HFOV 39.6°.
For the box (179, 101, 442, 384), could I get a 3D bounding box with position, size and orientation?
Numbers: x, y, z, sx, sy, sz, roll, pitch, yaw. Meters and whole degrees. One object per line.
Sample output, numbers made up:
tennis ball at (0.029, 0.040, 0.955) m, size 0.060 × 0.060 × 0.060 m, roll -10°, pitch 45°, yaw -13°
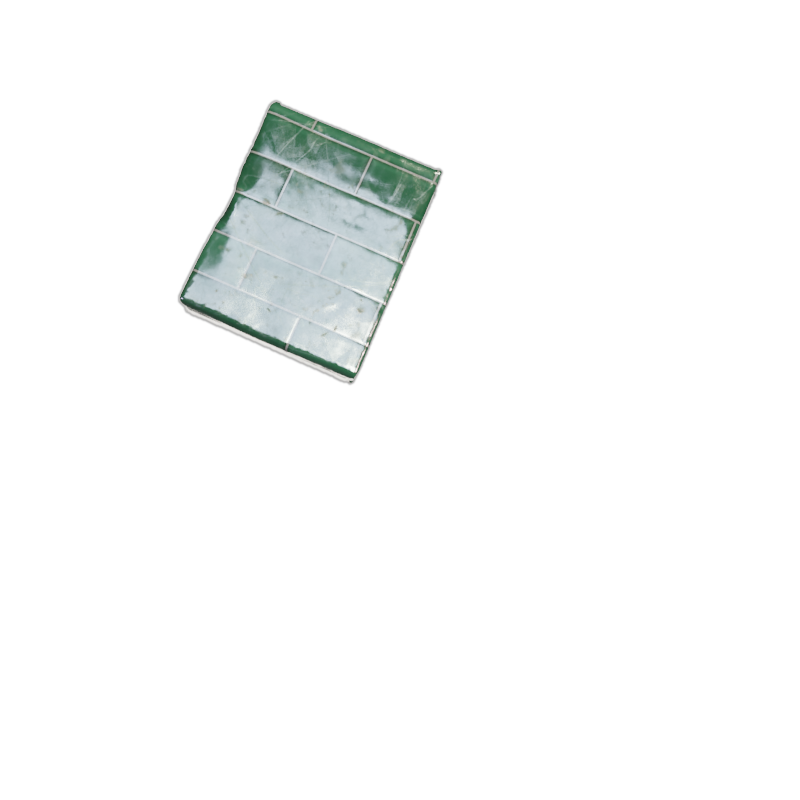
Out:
box at (-0.034, -0.062, 0.430) m, size 0.074 × 0.091 × 0.029 m, roll 23°, pitch -11°, yaw 4°
